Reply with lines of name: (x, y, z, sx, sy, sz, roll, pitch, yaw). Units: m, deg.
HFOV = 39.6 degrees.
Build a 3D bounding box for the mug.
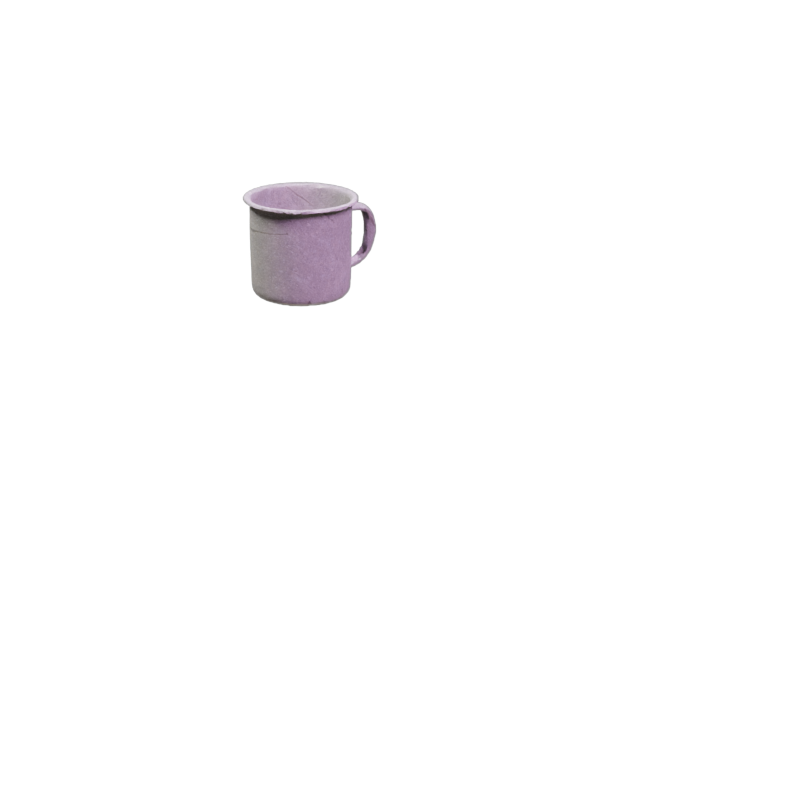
mug: (-0.071, -0.129, 0.904, 0.115, 0.078, 0.099, -15, 26, -33)
